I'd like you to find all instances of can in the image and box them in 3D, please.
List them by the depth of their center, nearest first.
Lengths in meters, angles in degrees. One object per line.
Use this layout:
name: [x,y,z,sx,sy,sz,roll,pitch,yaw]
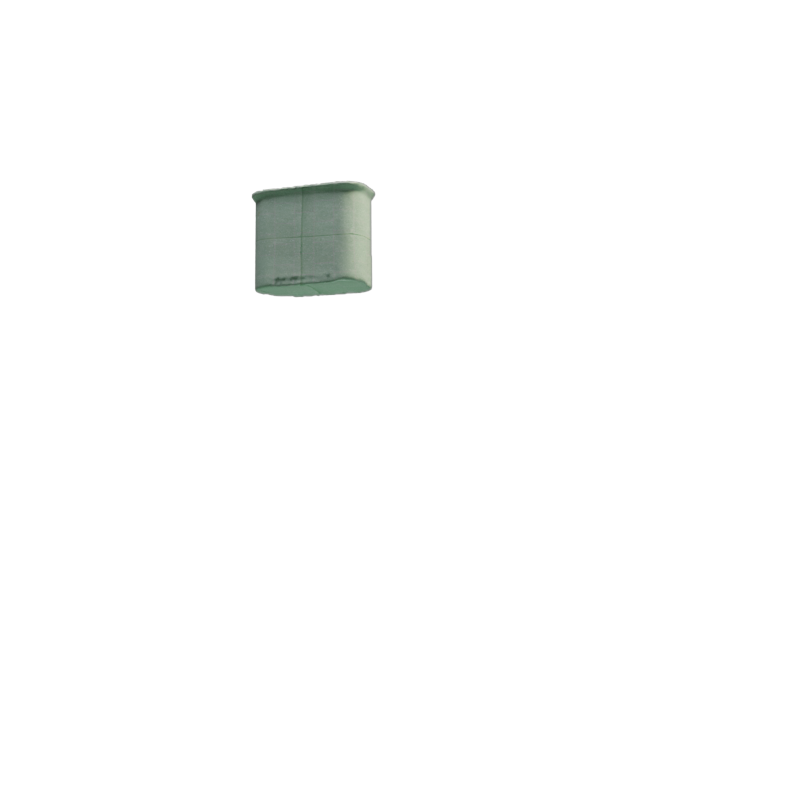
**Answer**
can: [-0.073,-0.132,0.926,0.104,0.086,0.055,-3,-11,20]
